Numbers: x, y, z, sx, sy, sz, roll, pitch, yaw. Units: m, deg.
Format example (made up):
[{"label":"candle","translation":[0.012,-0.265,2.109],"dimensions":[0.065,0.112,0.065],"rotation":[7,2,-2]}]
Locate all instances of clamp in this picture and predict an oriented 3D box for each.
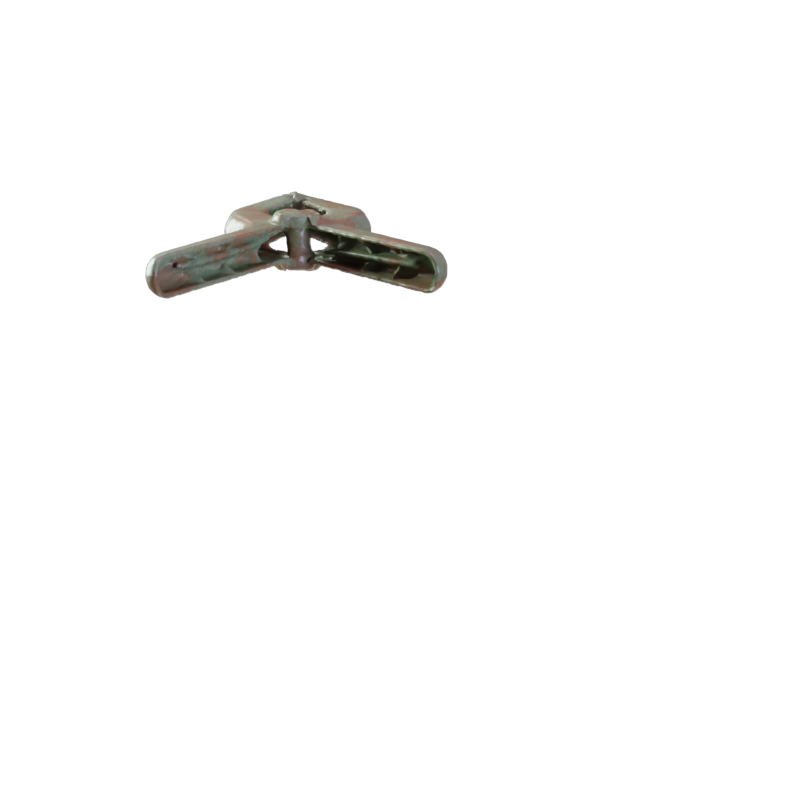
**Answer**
[{"label":"clamp","translation":[-0.054,-0.098,0.689],"dimensions":[0.166,0.035,0.216],"rotation":[1,19,3]}]
